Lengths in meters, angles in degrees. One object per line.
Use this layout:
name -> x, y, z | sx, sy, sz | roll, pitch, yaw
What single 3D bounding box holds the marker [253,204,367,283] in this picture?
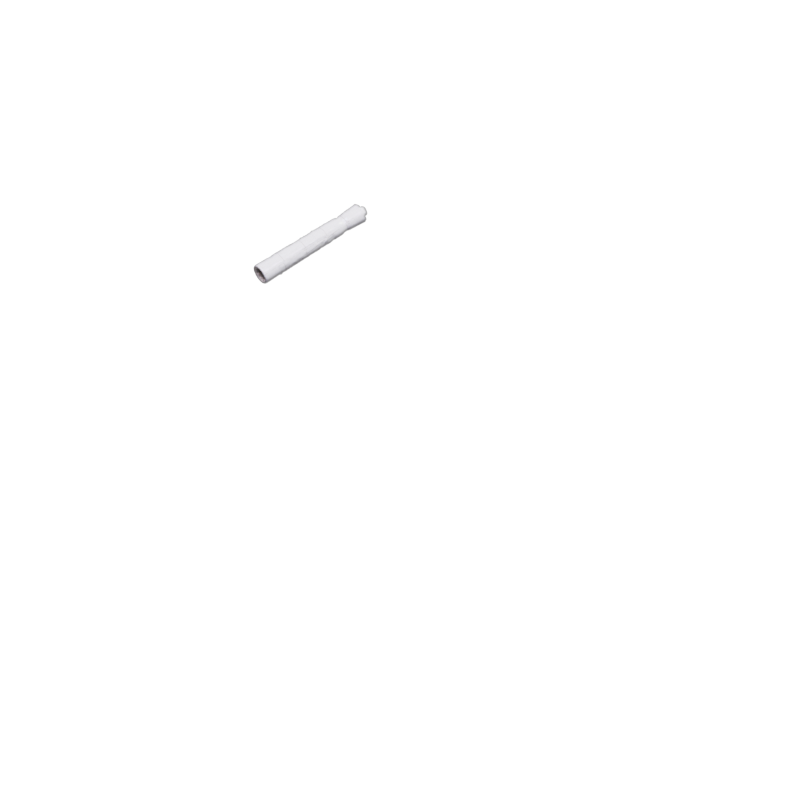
marker -> -0.078, -0.142, 0.994 | 0.121, 0.019, 0.020 | -36, 20, -24
